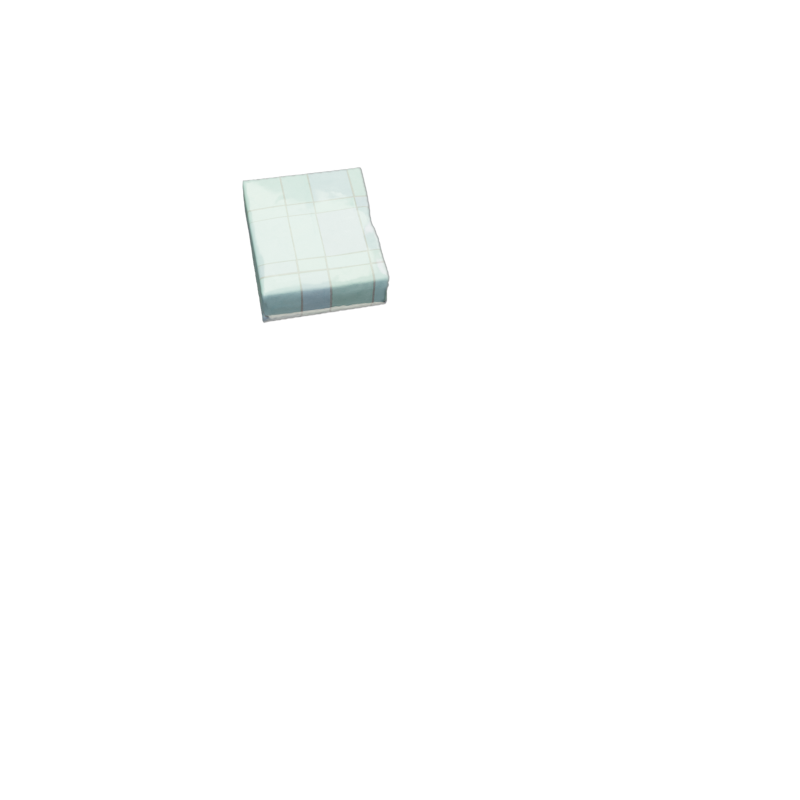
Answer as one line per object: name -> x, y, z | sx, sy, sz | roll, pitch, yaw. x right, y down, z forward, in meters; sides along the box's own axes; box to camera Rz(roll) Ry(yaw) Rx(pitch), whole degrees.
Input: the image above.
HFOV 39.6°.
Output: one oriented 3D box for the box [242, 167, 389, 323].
box -> -0.051, -0.092, 0.648 | 0.073, 0.096, 0.028 | -8, -35, -6
